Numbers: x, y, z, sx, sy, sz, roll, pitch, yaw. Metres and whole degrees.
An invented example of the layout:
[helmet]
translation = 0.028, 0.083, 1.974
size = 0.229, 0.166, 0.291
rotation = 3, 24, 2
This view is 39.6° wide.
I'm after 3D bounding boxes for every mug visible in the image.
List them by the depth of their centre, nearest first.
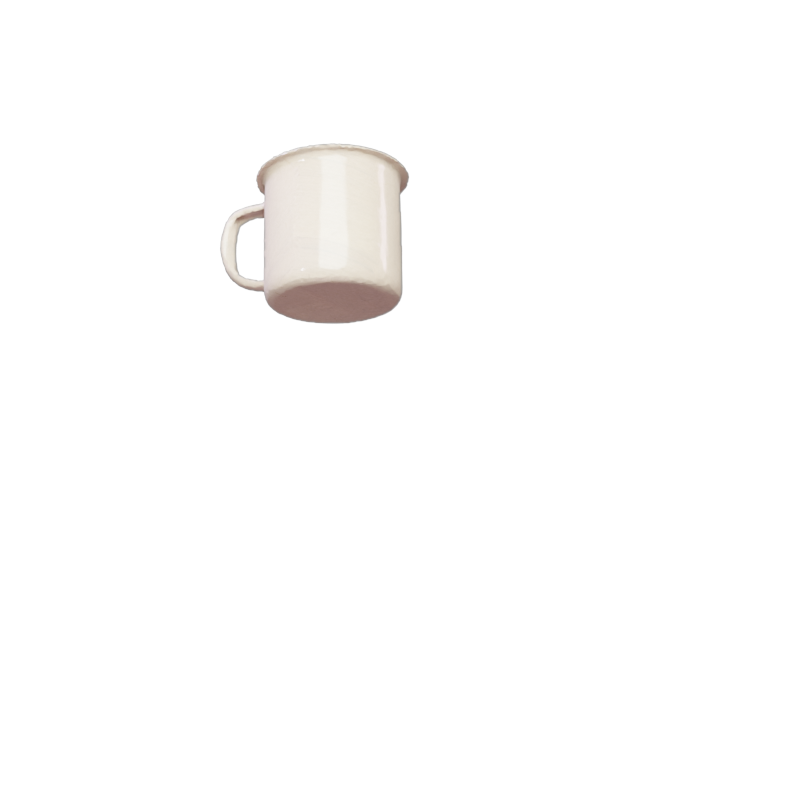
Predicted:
[mug]
translation = -0.052, -0.095, 0.664
size = 0.119, 0.086, 0.088
rotation = -4, -19, 11
